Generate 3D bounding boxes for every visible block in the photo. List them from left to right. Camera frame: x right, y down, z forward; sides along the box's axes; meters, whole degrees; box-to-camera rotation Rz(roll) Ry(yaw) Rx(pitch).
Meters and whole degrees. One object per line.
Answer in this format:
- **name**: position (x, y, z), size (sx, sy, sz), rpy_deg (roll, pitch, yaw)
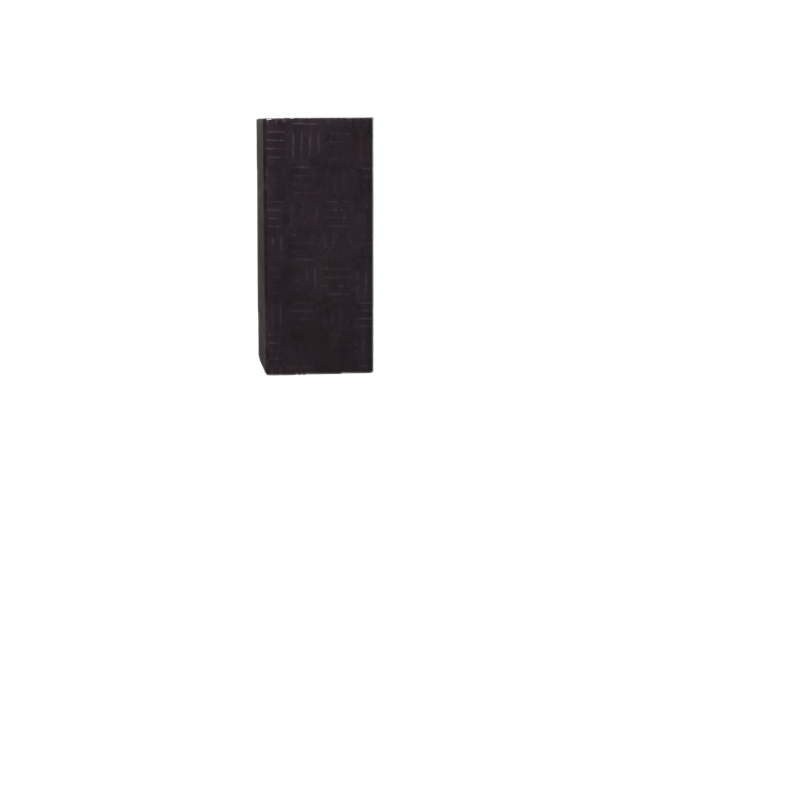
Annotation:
- **block**: position (-0.073, -0.132, 0.924), size (0.090, 0.203, 0.093), rpy_deg (-1, 7, -9)
